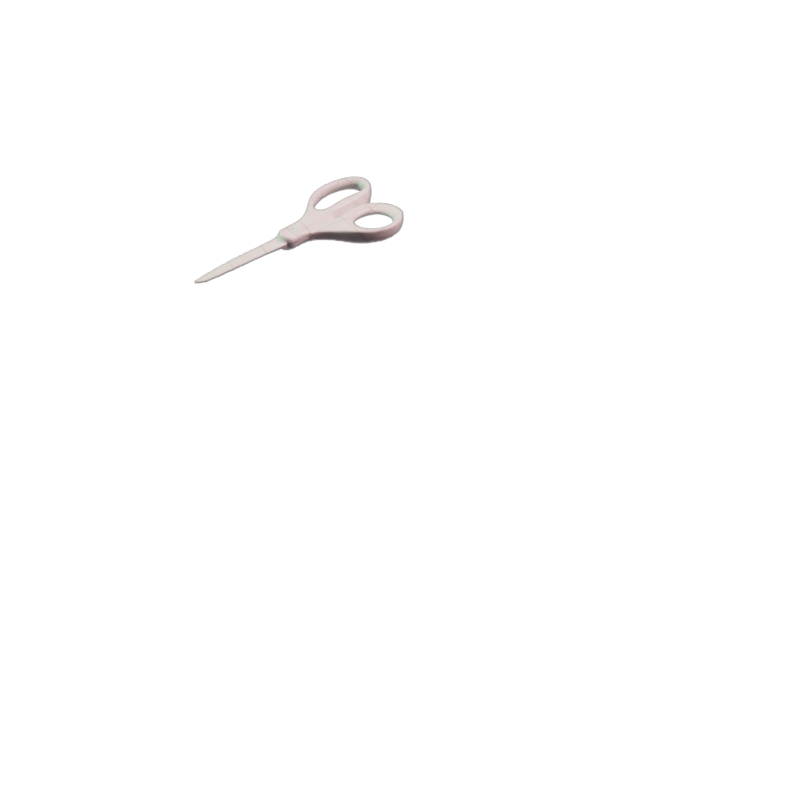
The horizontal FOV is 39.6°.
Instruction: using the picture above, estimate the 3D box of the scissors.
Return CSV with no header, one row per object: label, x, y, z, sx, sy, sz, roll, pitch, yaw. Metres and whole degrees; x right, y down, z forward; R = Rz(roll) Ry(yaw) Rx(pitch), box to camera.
scissors,-0.073,-0.133,0.934,0.101,0.015,0.206,22,45,23
